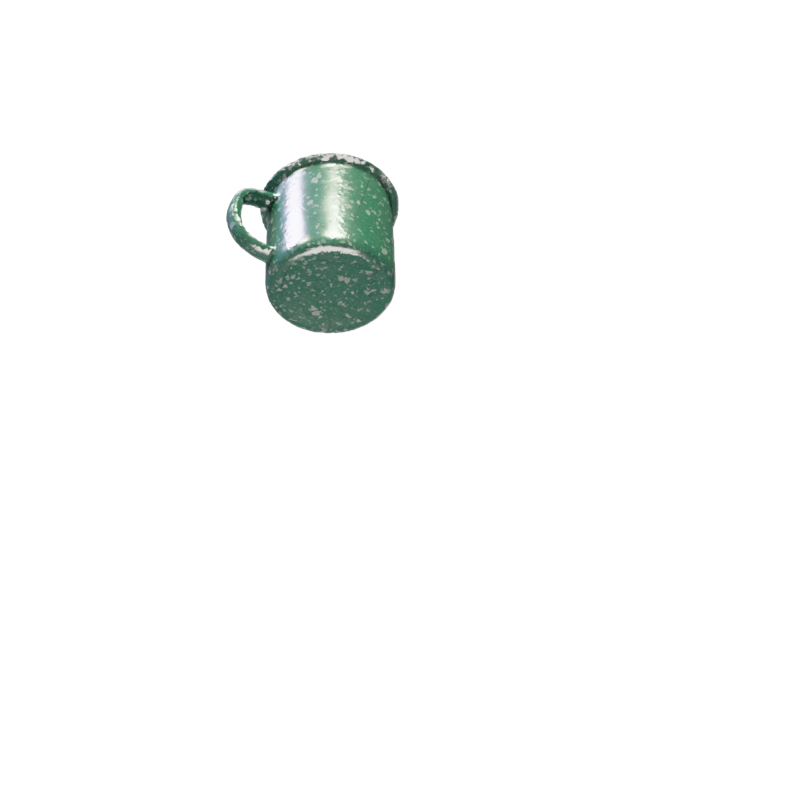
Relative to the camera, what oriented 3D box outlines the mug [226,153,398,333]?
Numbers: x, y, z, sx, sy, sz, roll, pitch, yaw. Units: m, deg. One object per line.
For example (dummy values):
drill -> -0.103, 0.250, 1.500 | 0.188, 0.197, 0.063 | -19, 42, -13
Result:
mug -> -0.056, -0.101, 0.709 | 0.113, 0.087, 0.090 | 20, -48, -21
